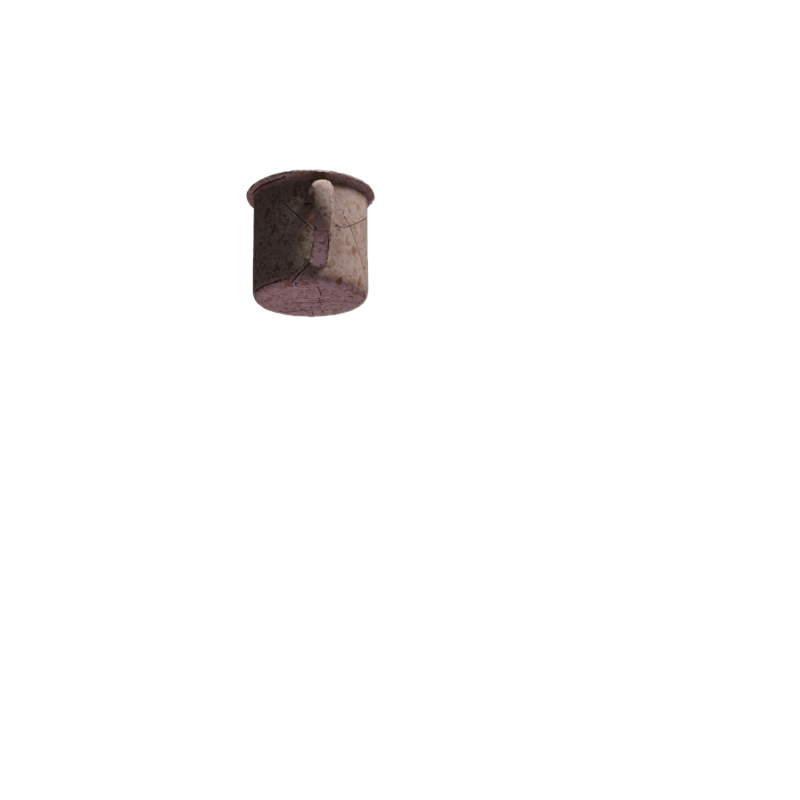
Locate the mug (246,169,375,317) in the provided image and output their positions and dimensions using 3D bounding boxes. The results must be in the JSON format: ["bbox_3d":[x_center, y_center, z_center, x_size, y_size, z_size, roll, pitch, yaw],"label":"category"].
[{"bbox_3d":[-0.061,-0.111,0.779,0.092,0.085,0.114,3,-17,-13],"label":"mug"}]
